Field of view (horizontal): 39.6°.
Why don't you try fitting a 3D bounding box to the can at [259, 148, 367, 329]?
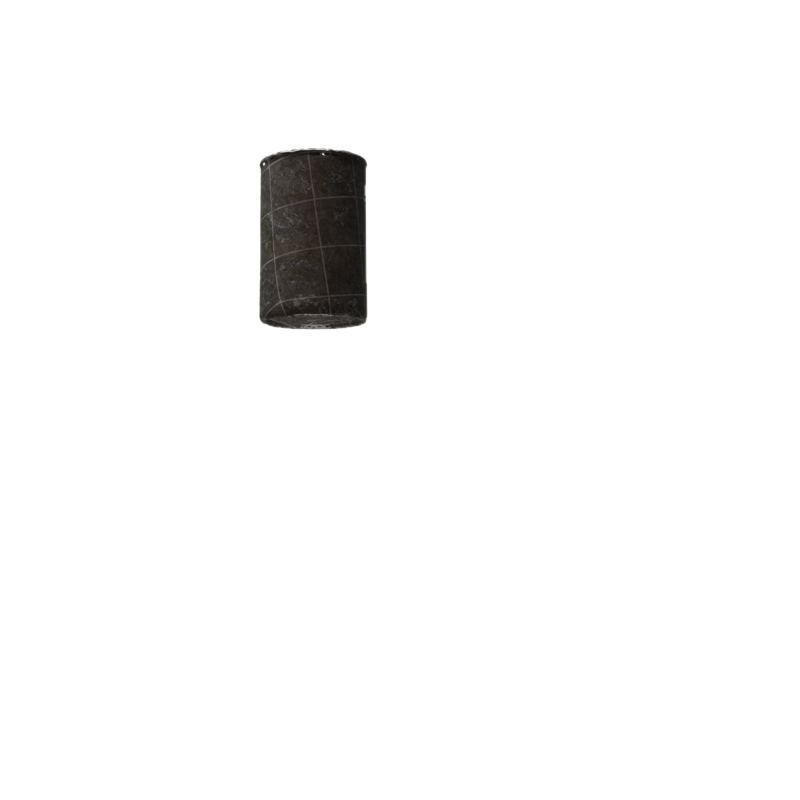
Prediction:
[{"bbox_3d":[-0.054,-0.099,0.691,0.068,0.105,0.067,0,-9,-2],"label":"can"}]
